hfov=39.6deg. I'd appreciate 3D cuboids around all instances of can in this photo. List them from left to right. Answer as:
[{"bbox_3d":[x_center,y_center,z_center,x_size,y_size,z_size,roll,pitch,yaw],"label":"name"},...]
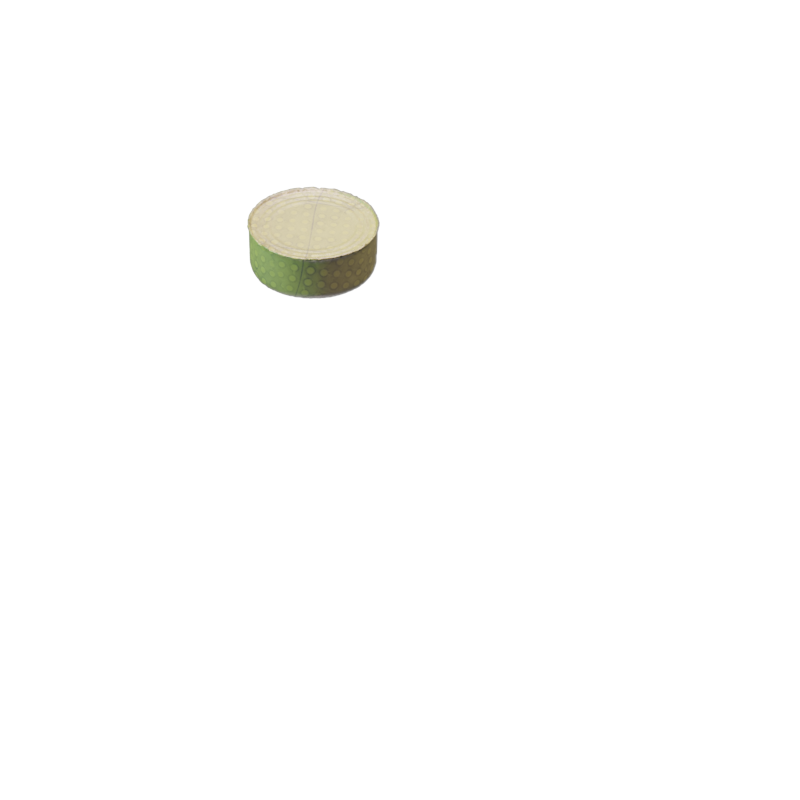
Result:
[{"bbox_3d":[-0.057,-0.104,0.729,0.086,0.031,0.092,-1,39,-2],"label":"can"}]
